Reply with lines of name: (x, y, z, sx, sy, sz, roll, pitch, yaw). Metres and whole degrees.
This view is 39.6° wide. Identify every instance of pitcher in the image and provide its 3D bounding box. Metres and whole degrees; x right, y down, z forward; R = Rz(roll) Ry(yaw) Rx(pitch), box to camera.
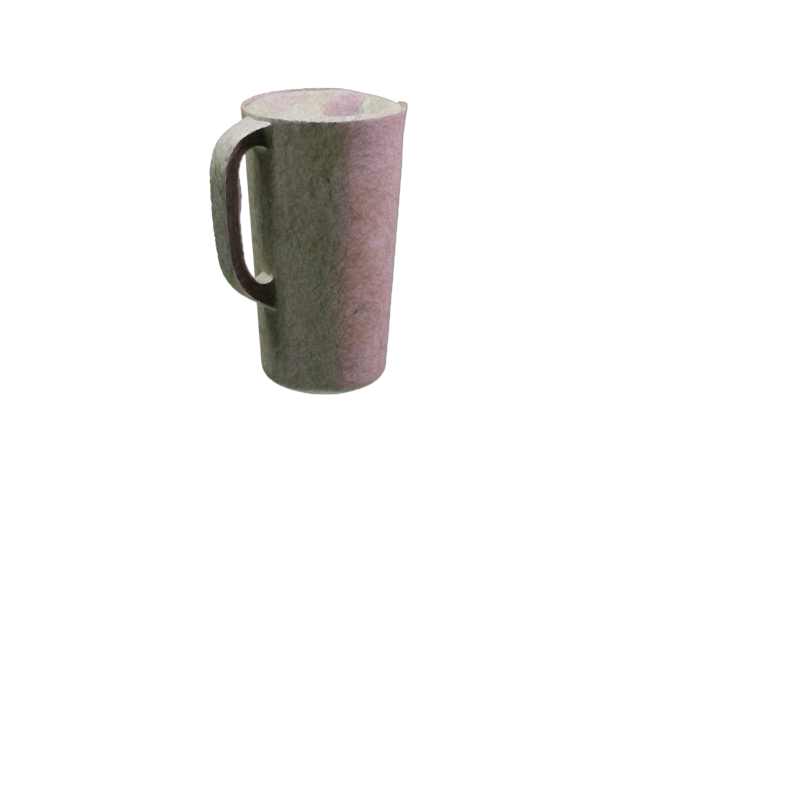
pitcher: (-0.072, -0.130, 0.913, 0.150, 0.233, 0.151, 2, 21, 2)
